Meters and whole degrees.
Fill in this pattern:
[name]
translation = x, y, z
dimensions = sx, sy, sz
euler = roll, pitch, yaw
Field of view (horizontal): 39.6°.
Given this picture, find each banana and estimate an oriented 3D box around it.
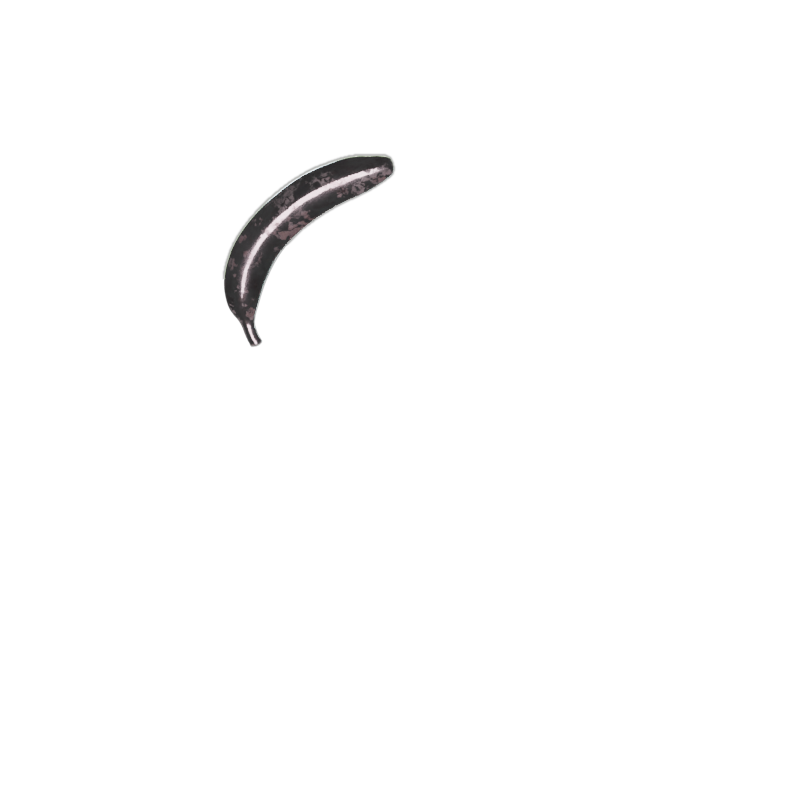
[banana]
translation = -0.089, -0.138, 0.915
dimensions = 0.067, 0.194, 0.039
euler = 36, 17, -14
